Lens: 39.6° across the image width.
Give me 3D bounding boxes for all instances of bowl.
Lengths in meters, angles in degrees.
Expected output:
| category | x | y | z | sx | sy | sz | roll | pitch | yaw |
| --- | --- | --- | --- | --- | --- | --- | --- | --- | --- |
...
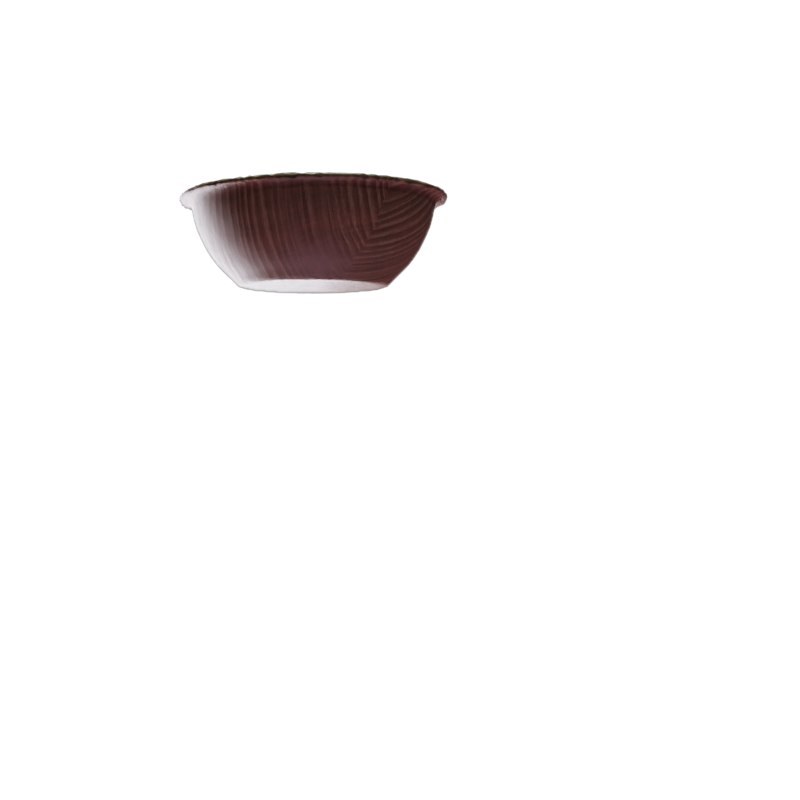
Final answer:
| category | x | y | z | sx | sy | sz | roll | pitch | yaw |
| --- | --- | --- | --- | --- | --- | --- | --- | --- | --- |
| bowl | -0.052 | -0.095 | 0.667 | 0.162 | 0.056 | 0.161 | 0 | -1 | -2 |
